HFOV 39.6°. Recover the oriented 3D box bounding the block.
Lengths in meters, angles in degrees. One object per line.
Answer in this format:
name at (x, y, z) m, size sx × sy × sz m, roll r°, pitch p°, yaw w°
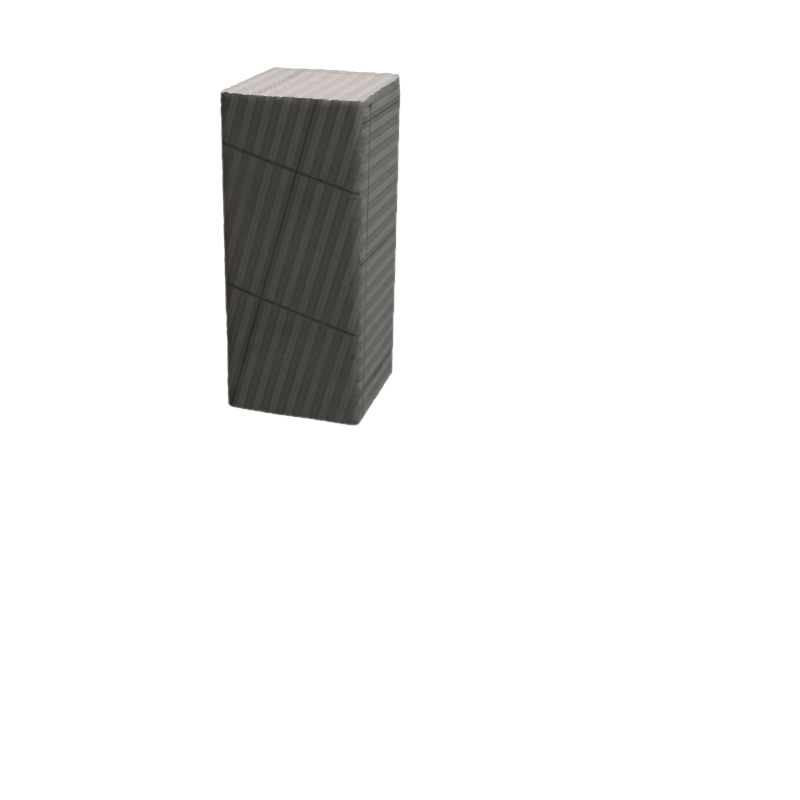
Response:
block at (-0.055, -0.101, 0.708) m, size 0.092 × 0.197 × 0.092 m, roll 7°, pitch 21°, yaw 15°
